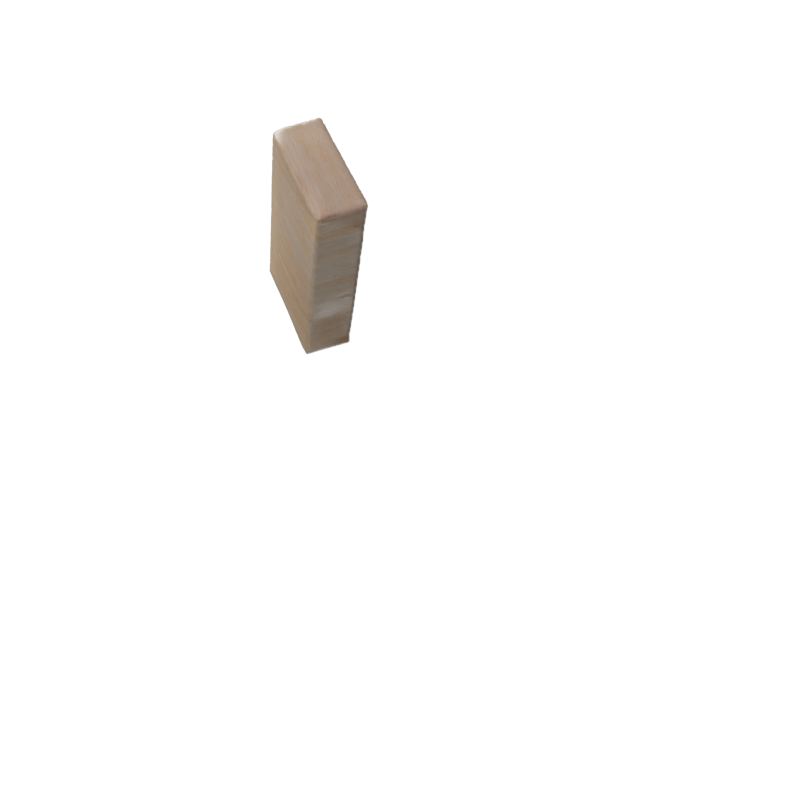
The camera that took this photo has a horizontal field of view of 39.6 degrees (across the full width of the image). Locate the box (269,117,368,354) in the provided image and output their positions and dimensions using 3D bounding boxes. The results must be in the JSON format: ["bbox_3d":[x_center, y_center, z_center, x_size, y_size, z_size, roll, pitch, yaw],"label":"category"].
[{"bbox_3d":[-0.067,-0.122,0.851,0.048,0.100,0.165,-18,-30,-14],"label":"box"}]
